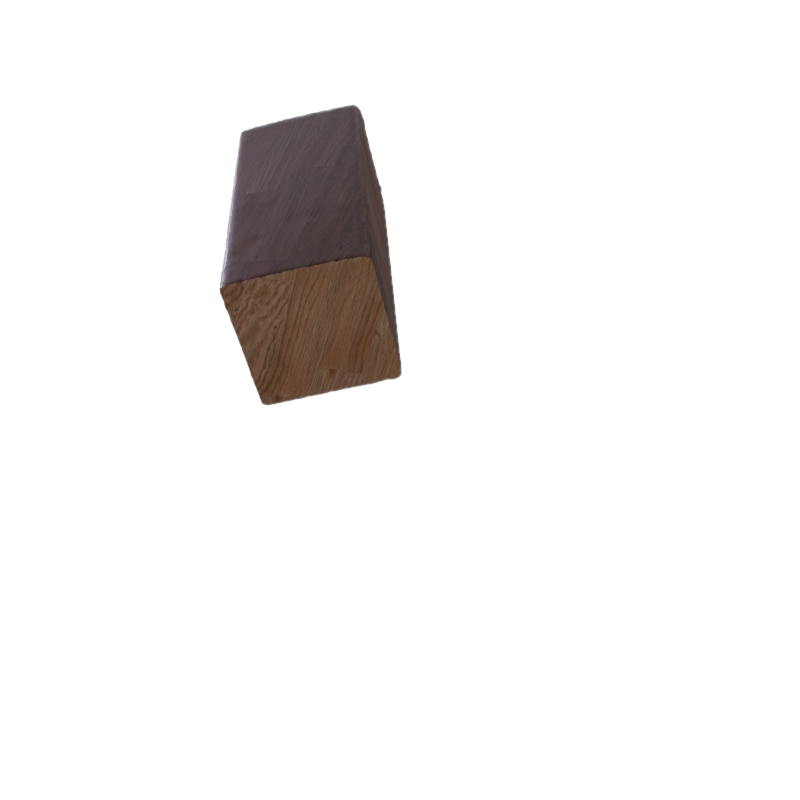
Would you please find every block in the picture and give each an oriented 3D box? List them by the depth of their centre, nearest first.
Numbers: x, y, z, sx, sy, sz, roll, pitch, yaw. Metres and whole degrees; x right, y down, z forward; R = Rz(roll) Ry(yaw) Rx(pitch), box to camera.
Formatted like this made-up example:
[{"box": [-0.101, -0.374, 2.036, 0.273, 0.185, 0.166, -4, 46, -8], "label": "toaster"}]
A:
[{"box": [-0.056, -0.104, 0.727, 0.090, 0.084, 0.220, -12, 36, 5], "label": "block"}]
